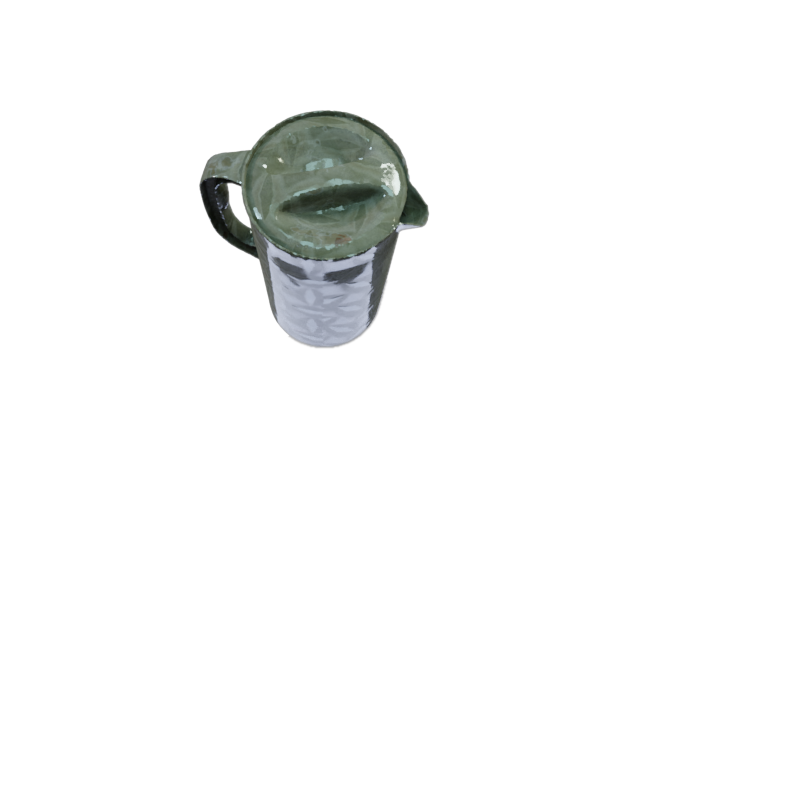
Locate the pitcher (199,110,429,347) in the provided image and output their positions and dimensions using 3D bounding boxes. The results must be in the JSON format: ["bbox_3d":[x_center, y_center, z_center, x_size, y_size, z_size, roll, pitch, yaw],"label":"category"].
[{"bbox_3d":[-0.076,-0.138,0.969,0.145,0.157,0.231,-30,-16,-13],"label":"pitcher"}]
